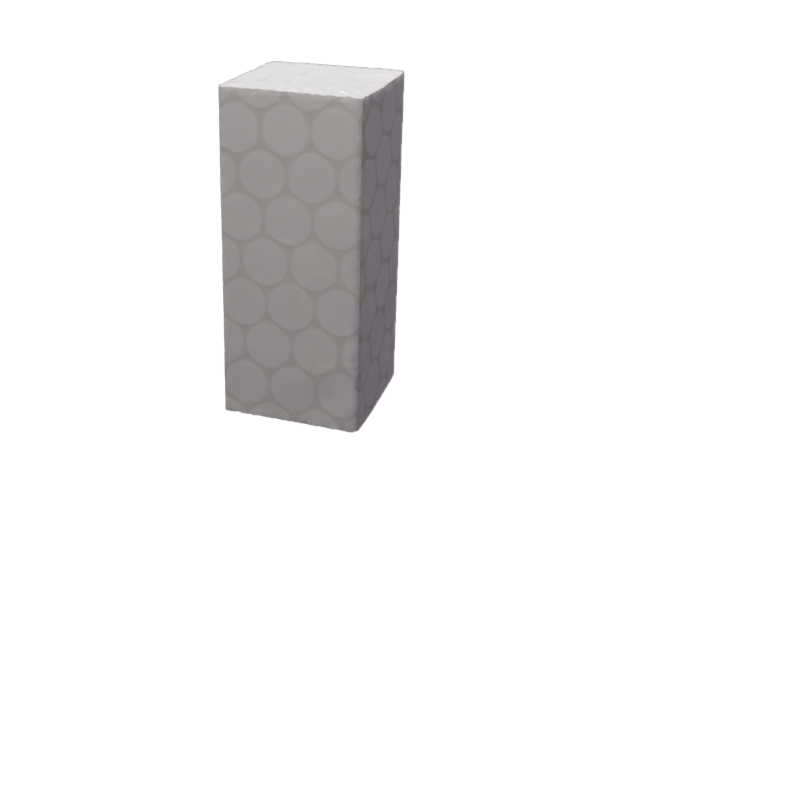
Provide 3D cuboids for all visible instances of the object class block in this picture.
[{"bbox_3d":[-0.053,-0.098,0.688,0.093,0.197,0.092,8,22,16],"label":"block"}]
